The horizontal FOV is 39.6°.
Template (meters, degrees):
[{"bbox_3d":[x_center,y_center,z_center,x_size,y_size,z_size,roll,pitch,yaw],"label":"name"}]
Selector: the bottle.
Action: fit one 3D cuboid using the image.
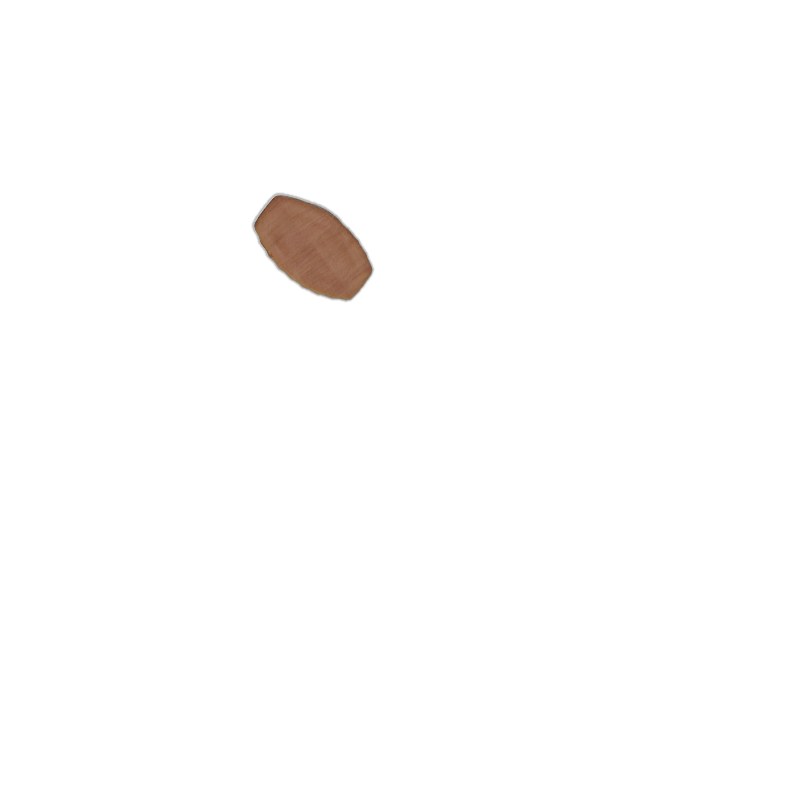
[{"bbox_3d":[-0.072,-0.131,0.922,0.095,0.058,0.195,35,6,-9],"label":"bottle"}]
